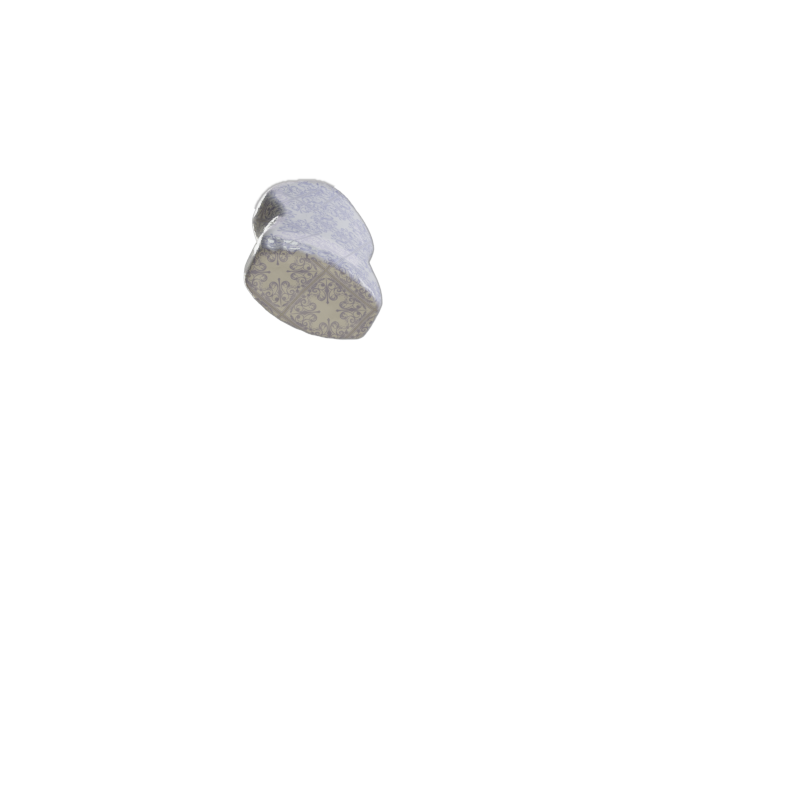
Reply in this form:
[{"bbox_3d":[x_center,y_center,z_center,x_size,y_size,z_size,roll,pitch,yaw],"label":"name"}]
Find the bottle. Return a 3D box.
[{"bbox_3d":[-0.065,-0.120,0.836,0.094,0.056,0.203,21,26,-15],"label":"bottle"}]
